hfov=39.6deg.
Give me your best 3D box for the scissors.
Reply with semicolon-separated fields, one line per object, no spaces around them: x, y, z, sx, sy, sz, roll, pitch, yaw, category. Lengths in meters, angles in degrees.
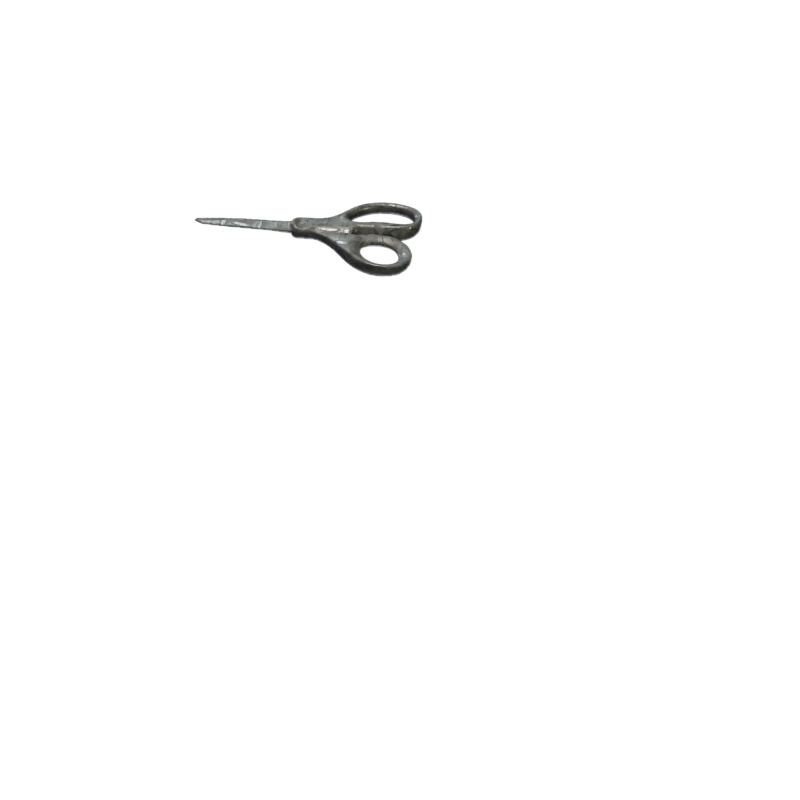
-0.076;-0.139;0.976;0.200;0.104;0.015;-7;-44;-7;scissors
